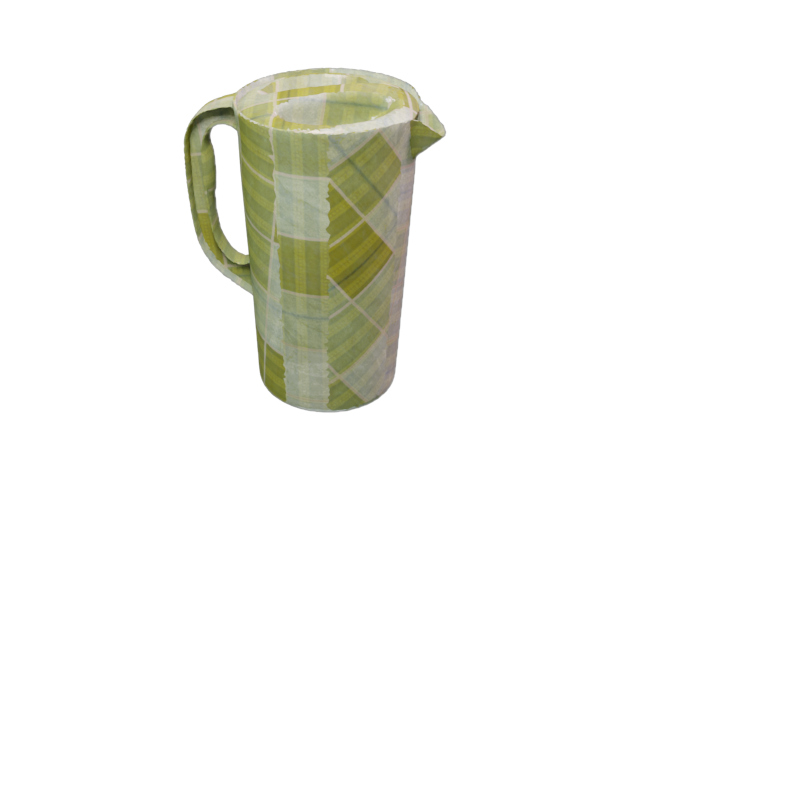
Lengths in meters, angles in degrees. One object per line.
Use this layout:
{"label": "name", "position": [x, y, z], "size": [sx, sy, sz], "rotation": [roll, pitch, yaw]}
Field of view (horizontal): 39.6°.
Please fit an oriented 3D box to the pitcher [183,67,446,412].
{"label": "pitcher", "position": [-0.065, -0.118, 0.827], "size": [0.143, 0.229, 0.160], "rotation": [-19, 36, -31]}
